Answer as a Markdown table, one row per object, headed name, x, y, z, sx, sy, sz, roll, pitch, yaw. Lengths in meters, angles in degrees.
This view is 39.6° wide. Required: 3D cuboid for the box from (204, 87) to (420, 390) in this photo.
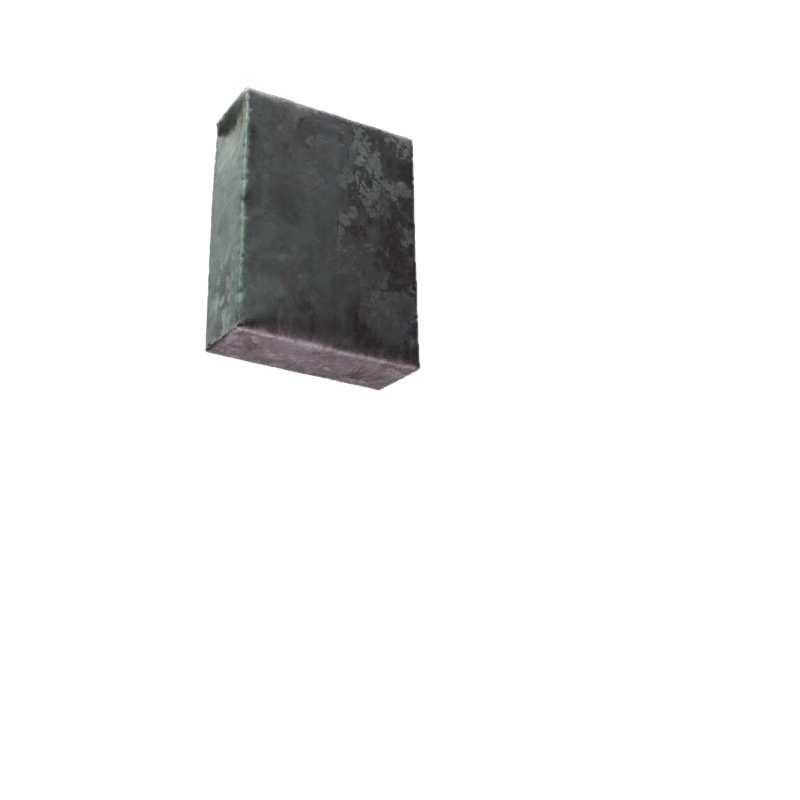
| name | x | y | z | sx | sy | sz | roll | pitch | yaw |
| --- | --- | --- | --- | --- | --- | --- | --- | --- | --- |
| box | -0.071 | -0.129 | 0.905 | 0.157 | 0.226 | 0.071 | 12 | -29 | -28 |
